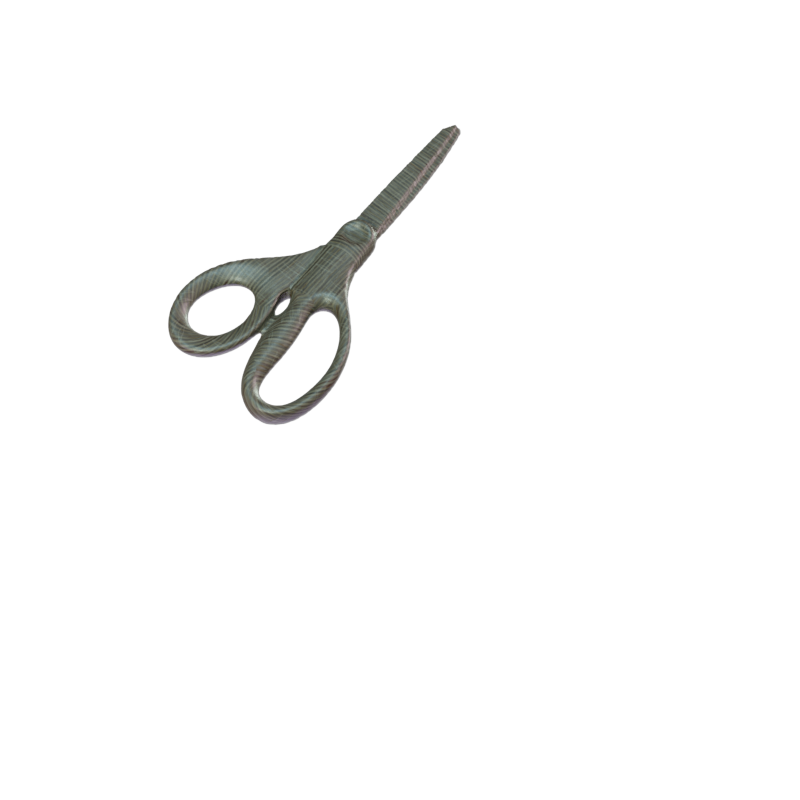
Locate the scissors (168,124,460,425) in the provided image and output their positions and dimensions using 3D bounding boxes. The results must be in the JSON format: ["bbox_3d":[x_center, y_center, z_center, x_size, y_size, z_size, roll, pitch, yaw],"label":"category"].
[{"bbox_3d":[-0.043,-0.079,0.551,0.098,0.211,0.015,15,-34,10],"label":"scissors"}]
